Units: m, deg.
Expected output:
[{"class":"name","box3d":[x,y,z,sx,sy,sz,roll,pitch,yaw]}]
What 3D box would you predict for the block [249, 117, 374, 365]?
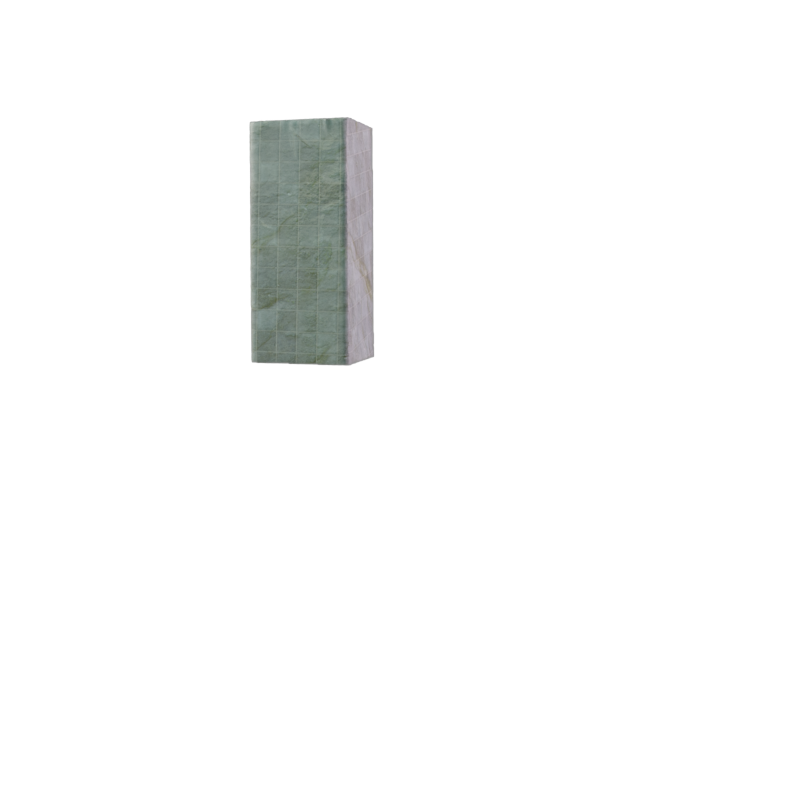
[{"class":"block","box3d":[-0.076,-0.139,0.971,0.093,0.206,0.088,0,1,15]}]
